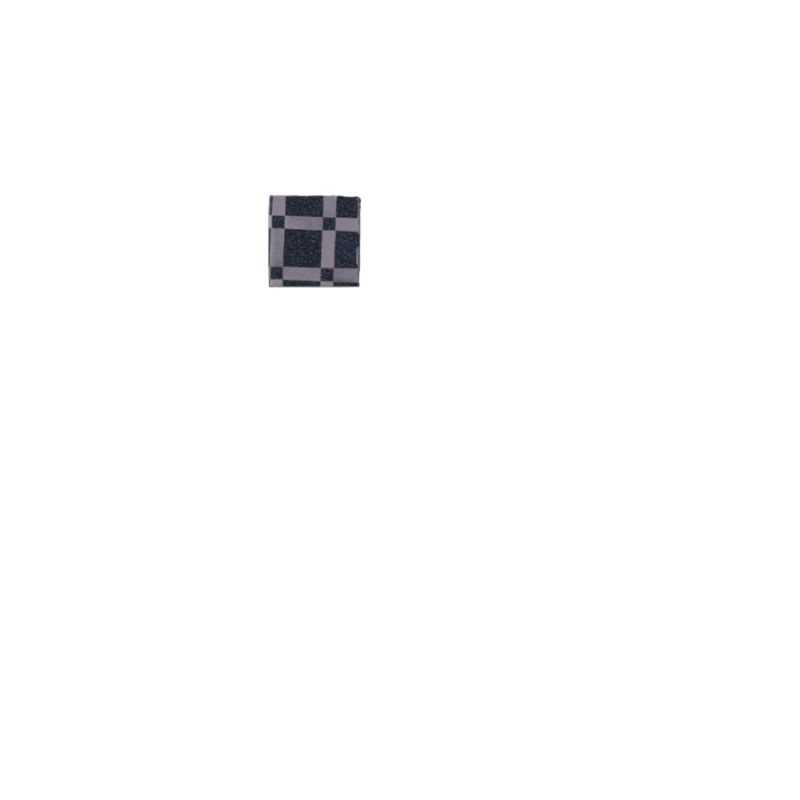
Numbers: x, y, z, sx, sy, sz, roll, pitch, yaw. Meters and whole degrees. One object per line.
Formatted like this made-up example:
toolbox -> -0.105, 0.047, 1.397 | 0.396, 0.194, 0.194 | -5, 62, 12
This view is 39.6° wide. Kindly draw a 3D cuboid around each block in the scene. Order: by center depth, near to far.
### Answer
block -> -0.051, -0.092, 0.646 | 0.052, 0.051, 0.079 | 0, 5, -5
